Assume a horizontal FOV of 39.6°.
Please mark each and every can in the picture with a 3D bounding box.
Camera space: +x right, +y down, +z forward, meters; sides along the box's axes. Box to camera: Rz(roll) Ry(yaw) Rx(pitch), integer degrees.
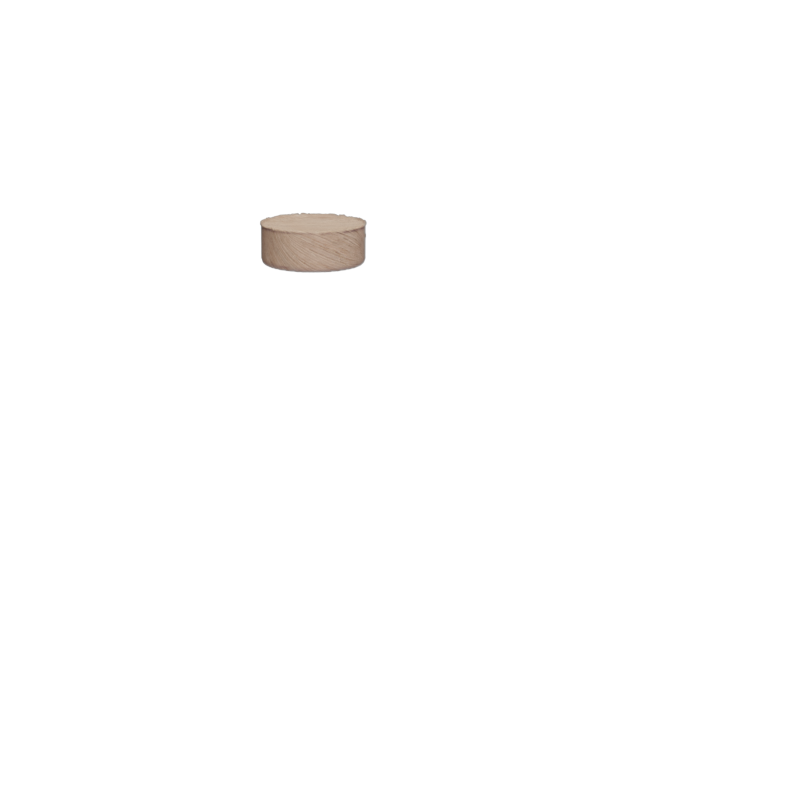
[{"bbox_3d":[-0.070,-0.127,0.893,0.086,0.032,0.089,-1,18,-2],"label":"can"}]
